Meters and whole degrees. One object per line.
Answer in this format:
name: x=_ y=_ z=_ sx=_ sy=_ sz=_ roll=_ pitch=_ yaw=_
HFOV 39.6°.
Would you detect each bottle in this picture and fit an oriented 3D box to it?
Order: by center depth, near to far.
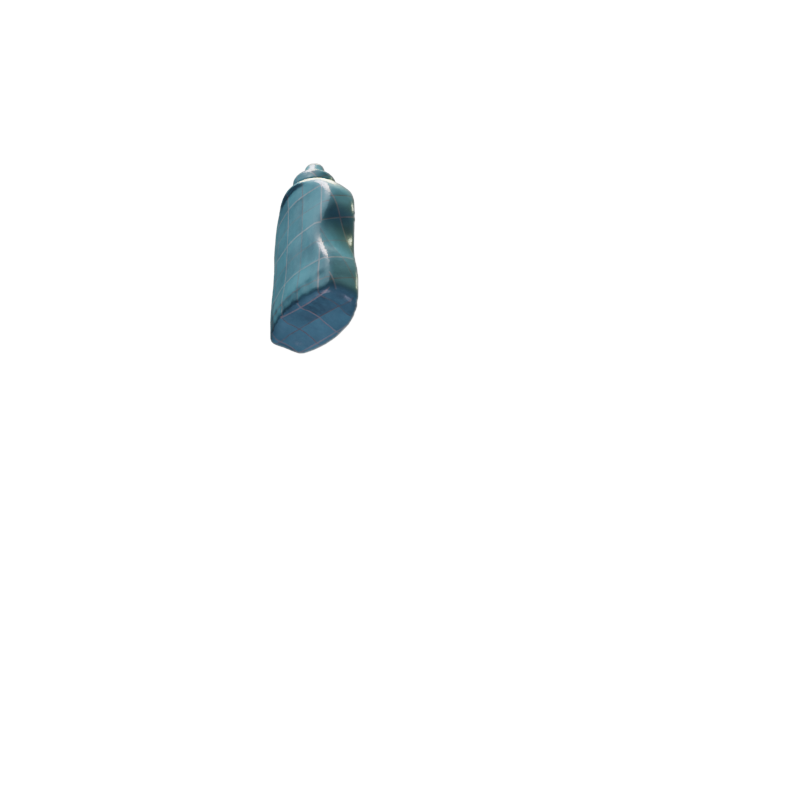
bottle: x=-0.078 y=-0.142 z=0.998 sx=0.056 sy=0.206 sz=0.094 roll=21 pitch=-45 yaw=-27
